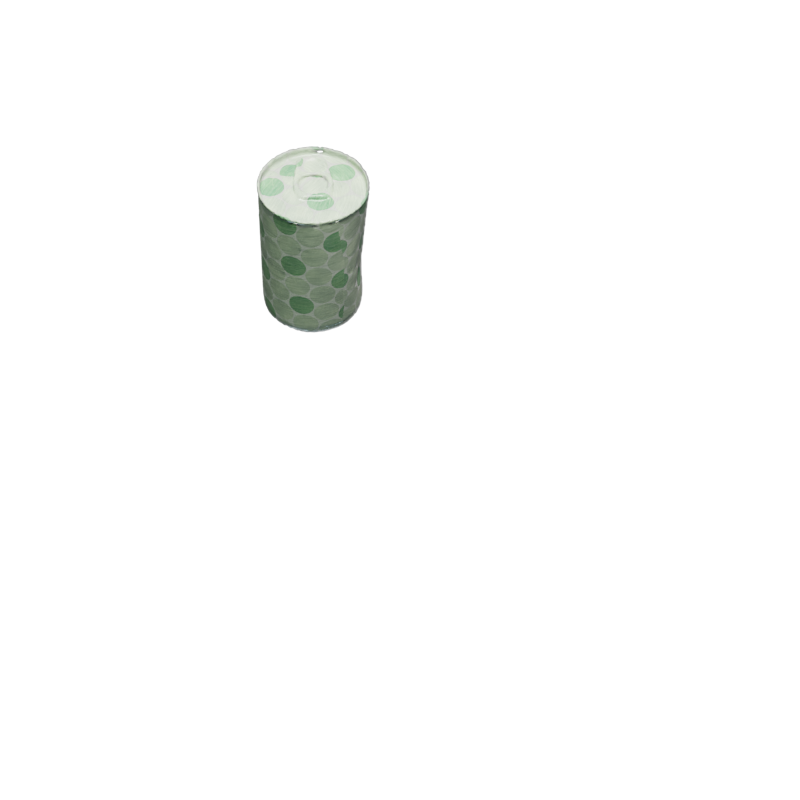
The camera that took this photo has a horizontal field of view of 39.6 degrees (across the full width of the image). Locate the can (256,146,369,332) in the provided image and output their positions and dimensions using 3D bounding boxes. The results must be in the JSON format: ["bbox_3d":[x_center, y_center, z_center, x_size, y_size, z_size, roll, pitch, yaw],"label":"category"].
[{"bbox_3d":[-0.055,-0.100,0.701,0.068,0.074,0.095,0,-40,-3],"label":"can"}]
